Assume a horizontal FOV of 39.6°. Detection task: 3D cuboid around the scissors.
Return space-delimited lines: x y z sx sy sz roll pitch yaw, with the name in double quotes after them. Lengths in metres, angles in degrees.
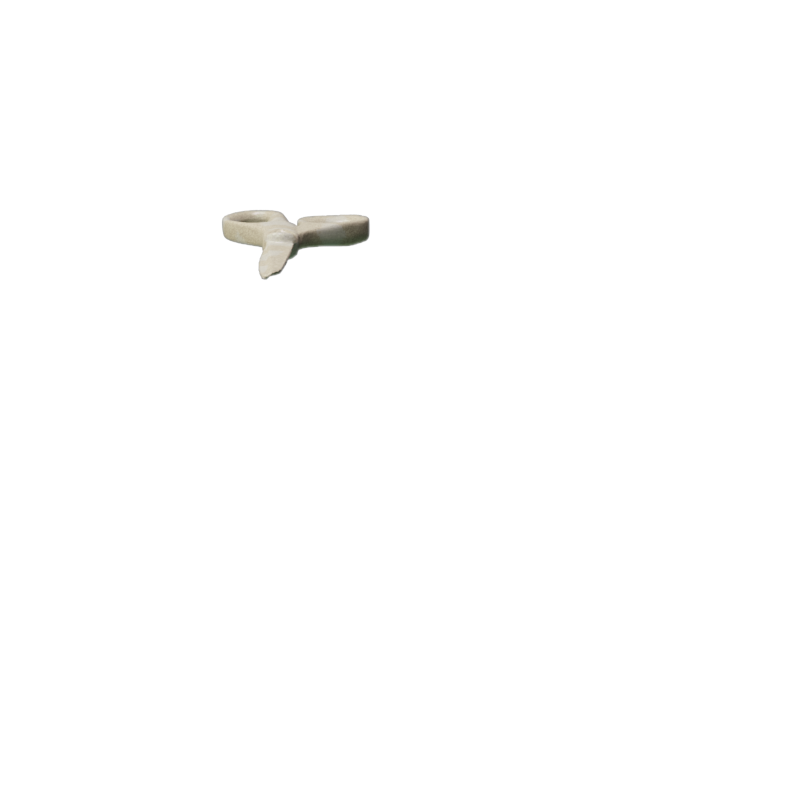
-0.047 -0.085 0.596 0.094 0.015 0.211 -5 17 -16 "scissors"
